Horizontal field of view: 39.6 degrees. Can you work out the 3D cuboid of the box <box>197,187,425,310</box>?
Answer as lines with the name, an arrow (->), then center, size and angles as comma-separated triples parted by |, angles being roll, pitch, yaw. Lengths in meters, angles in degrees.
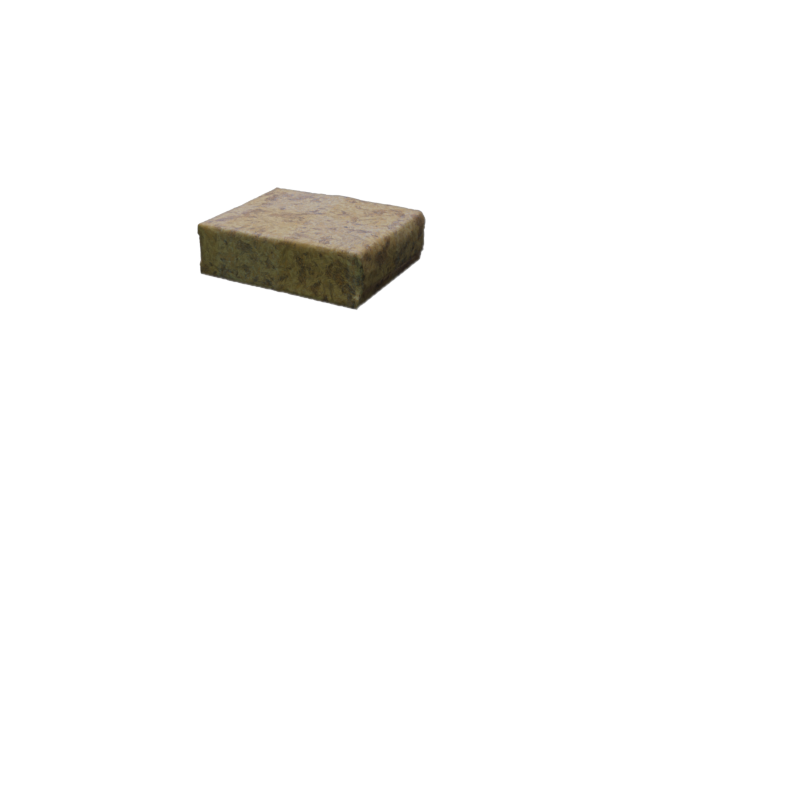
box -> -0.042, -0.078, 0.544 | 0.093, 0.029, 0.074 | 13, 28, 25
